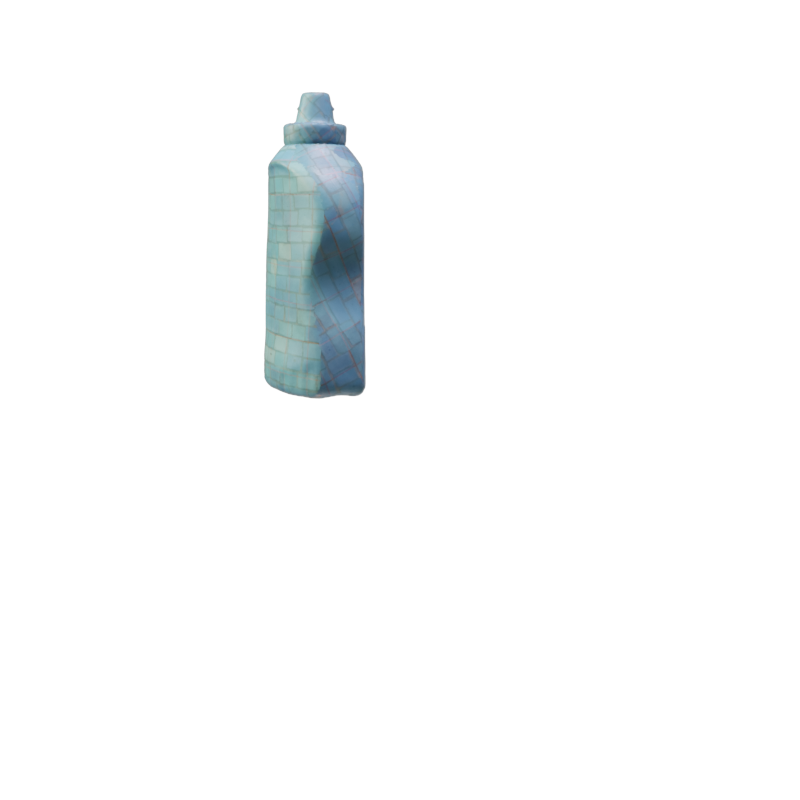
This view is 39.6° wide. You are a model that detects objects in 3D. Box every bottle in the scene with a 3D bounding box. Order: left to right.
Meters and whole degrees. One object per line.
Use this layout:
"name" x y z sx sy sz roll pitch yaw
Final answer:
"bottle" -0.056 -0.103 0.719 0.057 0.190 0.099 -1 4 -23
